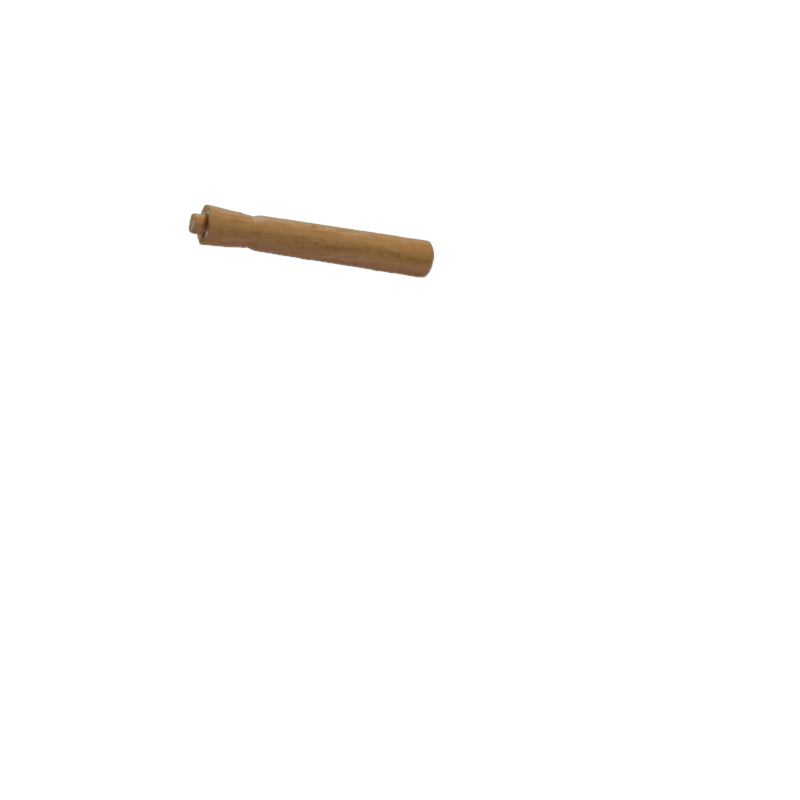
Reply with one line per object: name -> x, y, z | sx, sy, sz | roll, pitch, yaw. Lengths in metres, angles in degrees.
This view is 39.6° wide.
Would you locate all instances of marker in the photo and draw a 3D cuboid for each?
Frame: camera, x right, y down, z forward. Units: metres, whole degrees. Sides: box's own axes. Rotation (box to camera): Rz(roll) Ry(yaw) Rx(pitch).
marker -> -0.041, -0.075, 0.526 | 0.117, 0.020, 0.020 | 6, 1, -22
